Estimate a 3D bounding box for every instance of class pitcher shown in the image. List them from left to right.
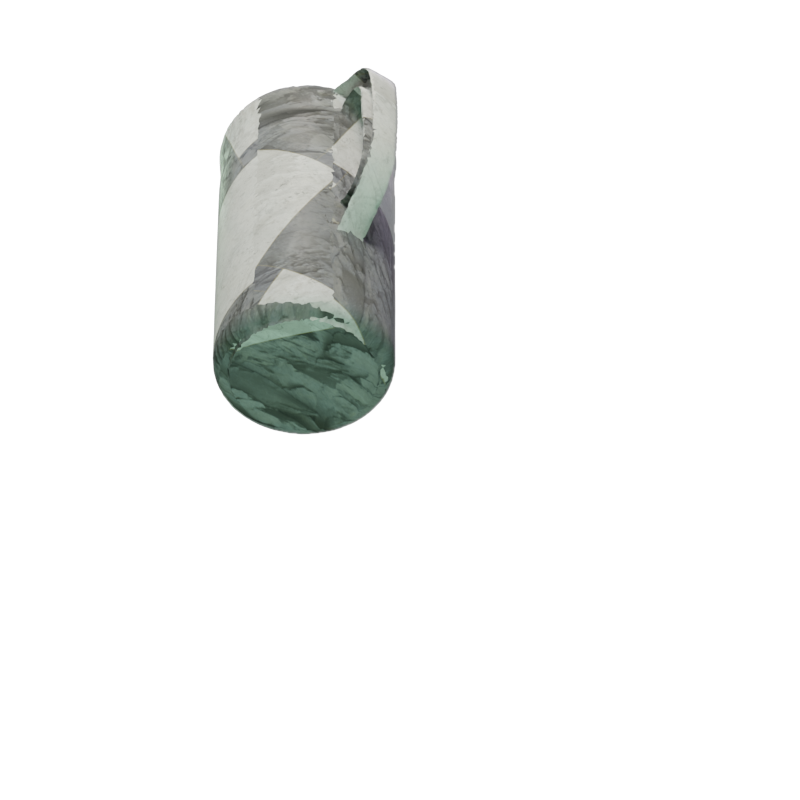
[{"bbox_3d":[-0.058,-0.105,0.737,0.146,0.138,0.261,-11,40,6],"label":"pitcher"}]
